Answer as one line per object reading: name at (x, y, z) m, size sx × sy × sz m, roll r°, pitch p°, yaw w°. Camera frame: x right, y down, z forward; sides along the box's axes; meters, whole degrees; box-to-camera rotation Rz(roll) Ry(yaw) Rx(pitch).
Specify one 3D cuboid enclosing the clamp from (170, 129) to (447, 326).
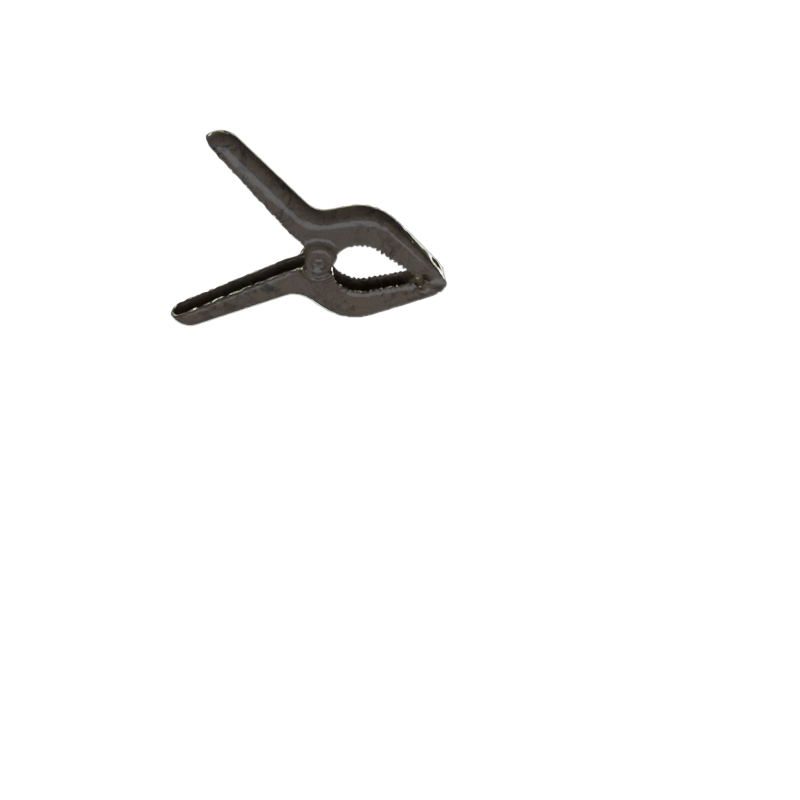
clamp at (-0.066, -0.121, 0.845) m, size 0.209 × 0.156 × 0.039 m, roll 6°, pitch 30°, yaw -3°
